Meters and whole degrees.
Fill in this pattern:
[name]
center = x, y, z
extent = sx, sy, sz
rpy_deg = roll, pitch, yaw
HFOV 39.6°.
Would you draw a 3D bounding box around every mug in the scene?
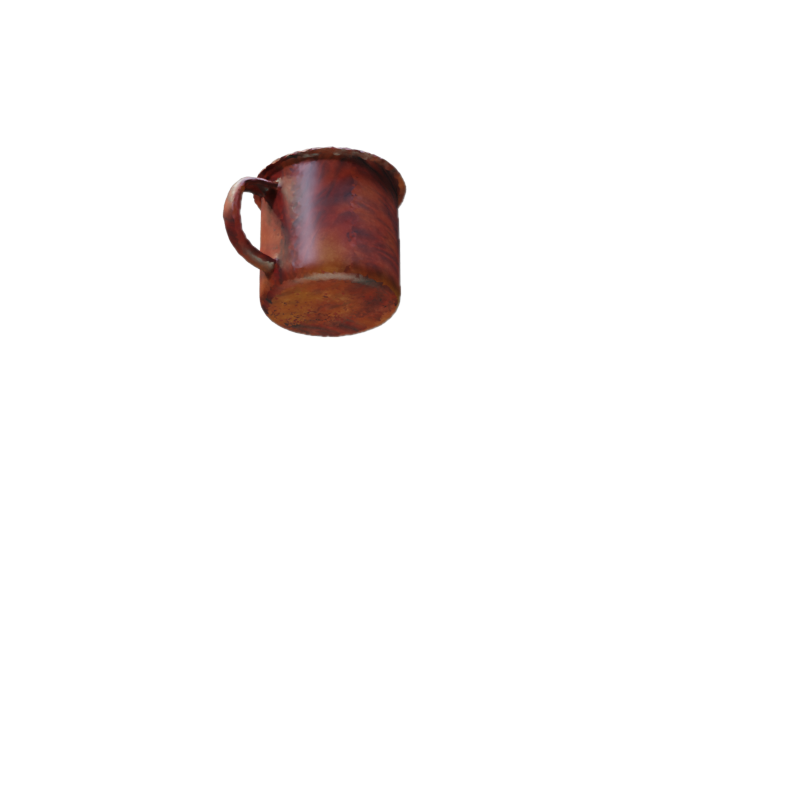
[mug]
center = -0.051, -0.092, 0.646
extent = 0.111, 0.087, 0.093
rpy_deg = 19, -33, -34
